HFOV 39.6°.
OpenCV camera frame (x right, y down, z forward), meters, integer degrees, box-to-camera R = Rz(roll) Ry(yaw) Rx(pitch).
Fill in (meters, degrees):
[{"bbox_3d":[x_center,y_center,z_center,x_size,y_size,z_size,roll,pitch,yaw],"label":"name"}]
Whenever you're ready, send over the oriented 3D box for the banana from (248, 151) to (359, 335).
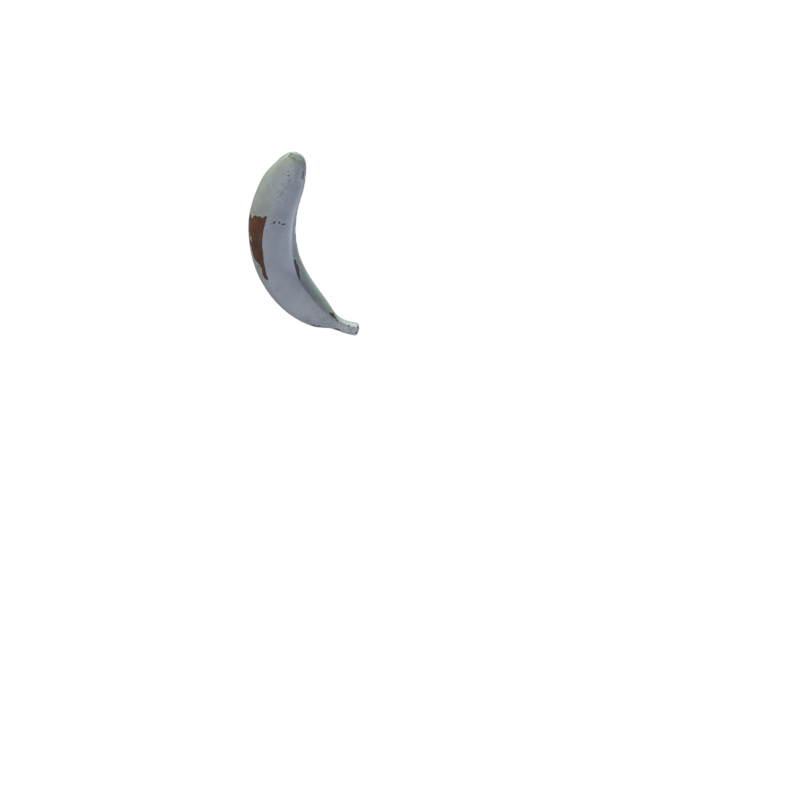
[{"bbox_3d":[-0.086,-0.121,0.889,0.070,0.039,0.182,-9,-42,9],"label":"banana"}]
